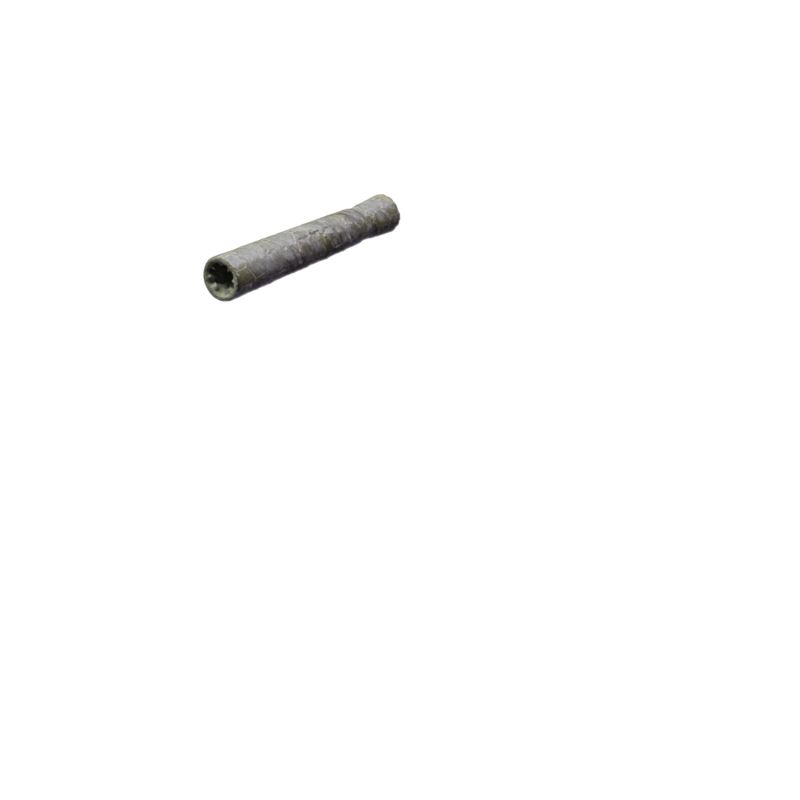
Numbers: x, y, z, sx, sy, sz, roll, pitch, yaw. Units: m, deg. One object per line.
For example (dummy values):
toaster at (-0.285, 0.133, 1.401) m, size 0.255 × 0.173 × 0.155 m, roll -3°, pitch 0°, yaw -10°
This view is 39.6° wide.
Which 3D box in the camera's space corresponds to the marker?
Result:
marker at (-0.037, -0.068, 0.477) m, size 0.020 × 0.019 × 0.121 m, roll 3°, pitch 22°, yaw 35°
